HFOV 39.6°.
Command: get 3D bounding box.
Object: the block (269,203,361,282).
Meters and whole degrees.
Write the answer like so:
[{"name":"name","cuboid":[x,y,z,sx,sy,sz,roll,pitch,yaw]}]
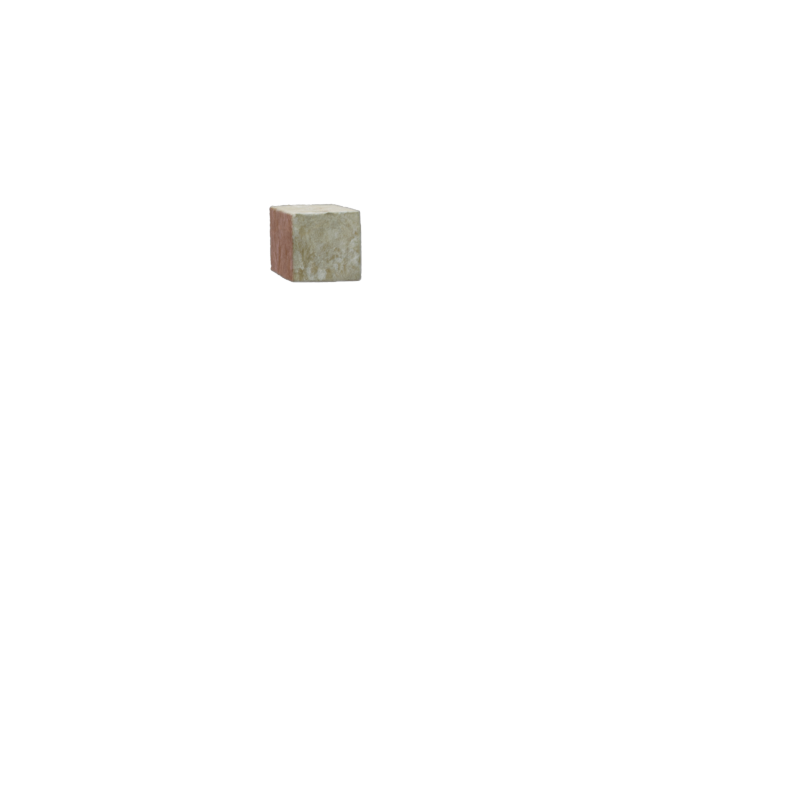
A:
[{"name":"block","cuboid":[-0.065,-0.118,0.826,0.052,0.050,0.081,-3,12,-18]}]
